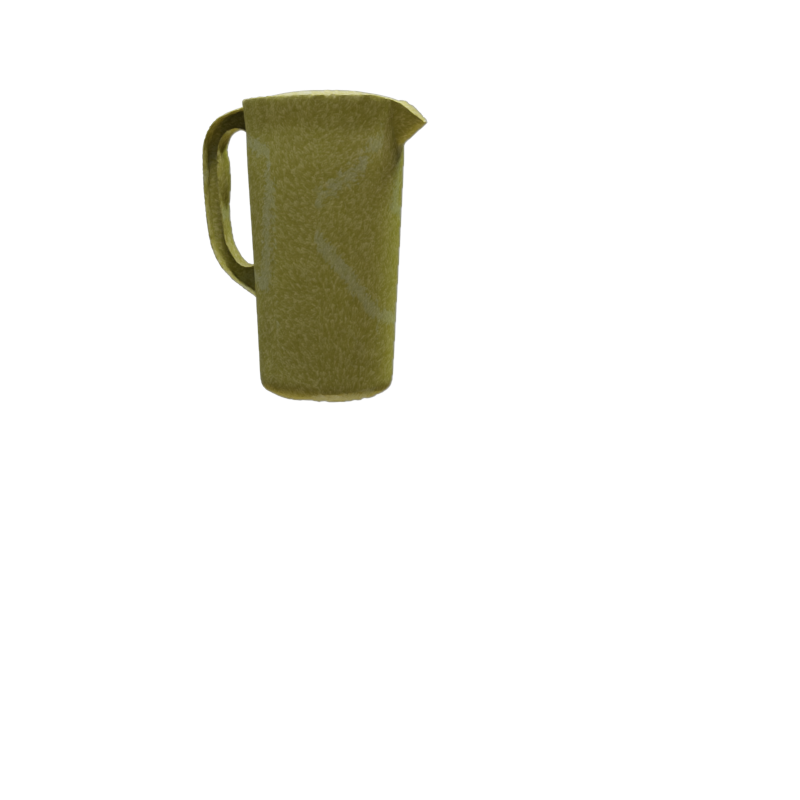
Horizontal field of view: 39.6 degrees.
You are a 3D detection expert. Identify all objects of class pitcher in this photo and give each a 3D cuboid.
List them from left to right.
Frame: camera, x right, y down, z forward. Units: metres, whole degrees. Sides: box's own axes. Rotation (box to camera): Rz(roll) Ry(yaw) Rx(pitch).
[{"bbox_3d":[-0.070,-0.128,0.897,0.141,0.240,0.156,-3,7,-28],"label":"pitcher"}]
